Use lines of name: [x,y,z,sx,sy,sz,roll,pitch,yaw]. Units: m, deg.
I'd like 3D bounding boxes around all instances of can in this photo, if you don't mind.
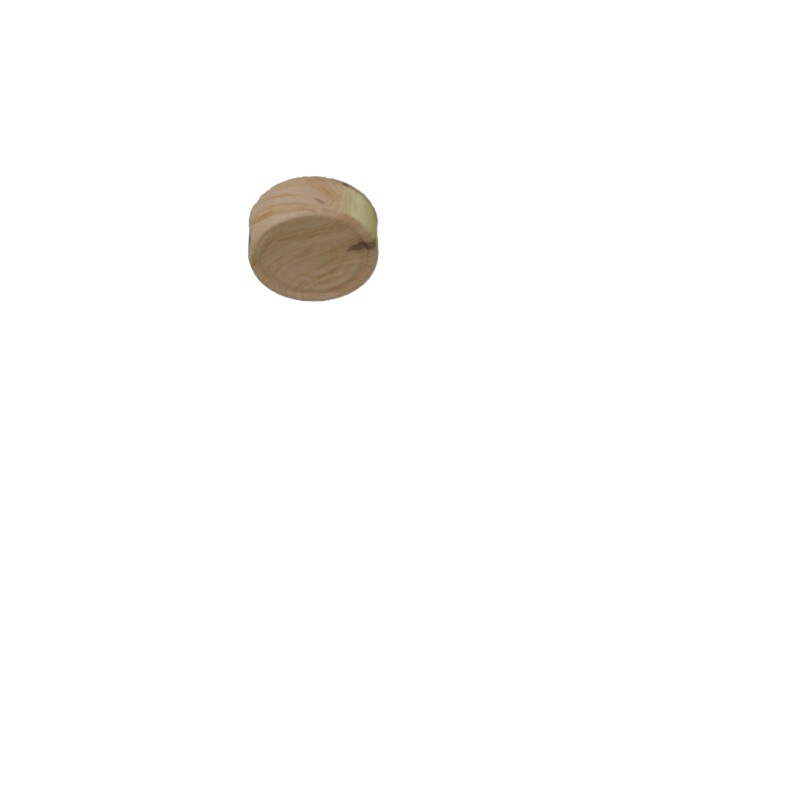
can: [-0.057,-0.103,0.724,0.086,0.036,0.080,1,-41,-1]
